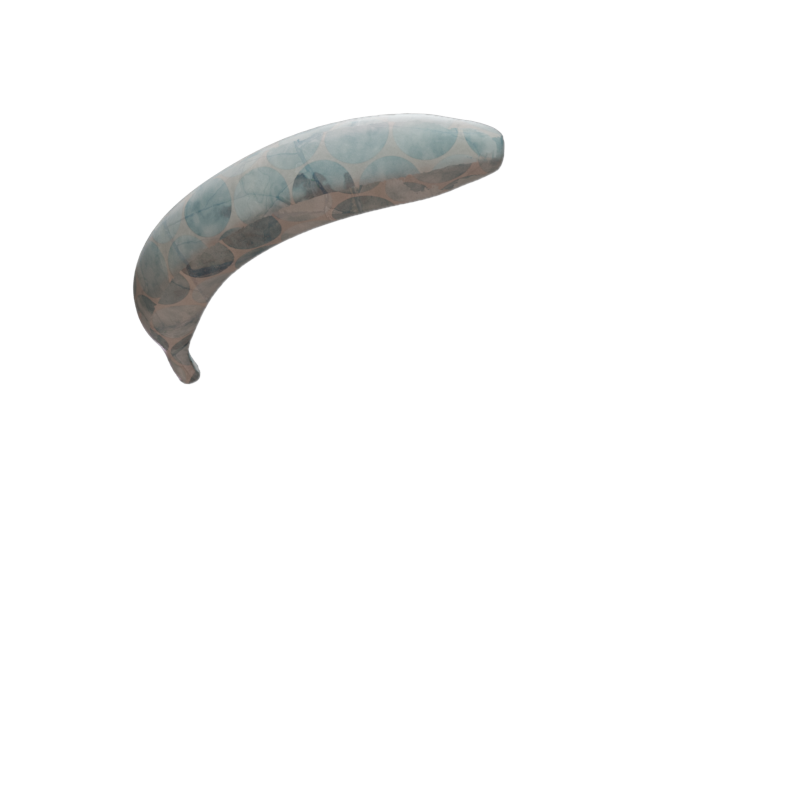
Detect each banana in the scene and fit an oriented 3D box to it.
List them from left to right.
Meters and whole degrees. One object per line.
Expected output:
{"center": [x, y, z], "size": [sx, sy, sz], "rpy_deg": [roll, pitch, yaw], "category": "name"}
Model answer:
{"center": [-0.052, -0.071, 0.455], "size": [0.197, 0.039, 0.065], "rpy_deg": [-29, -45, 34], "category": "banana"}
